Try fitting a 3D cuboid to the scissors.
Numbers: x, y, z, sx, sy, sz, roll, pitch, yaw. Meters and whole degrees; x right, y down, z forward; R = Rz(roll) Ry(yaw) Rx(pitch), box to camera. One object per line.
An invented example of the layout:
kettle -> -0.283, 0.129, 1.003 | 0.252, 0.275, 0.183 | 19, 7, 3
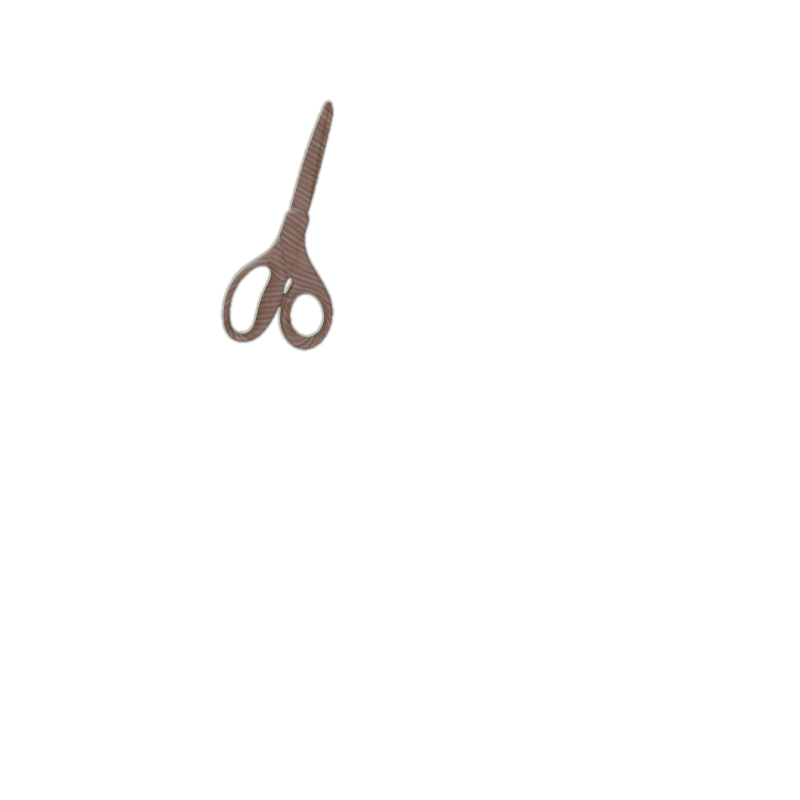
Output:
scissors -> -0.069, -0.125, 0.877 | 0.095, 0.199, 0.016 | 31, 8, -5
